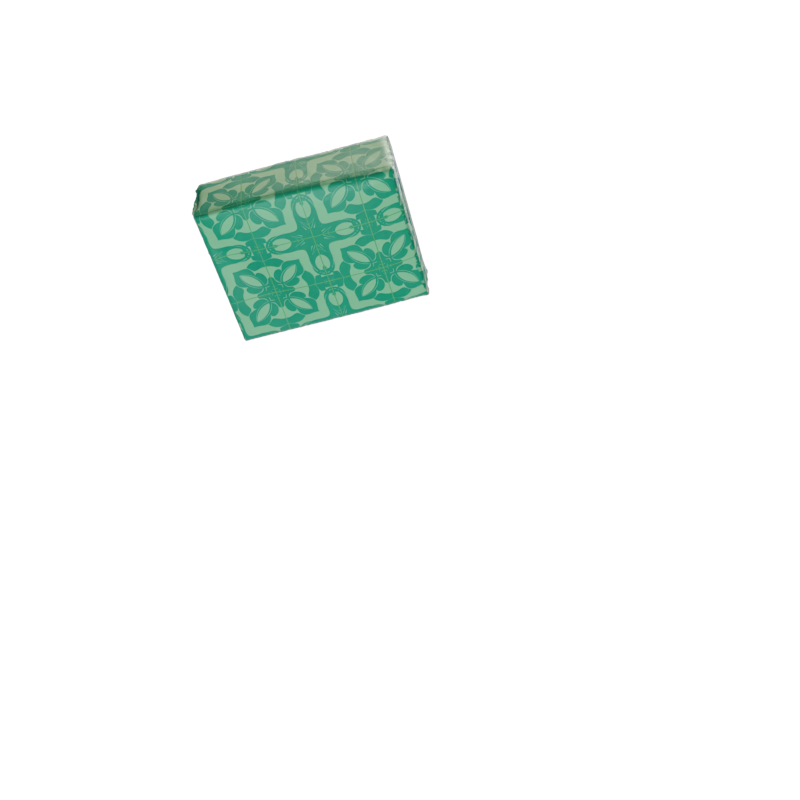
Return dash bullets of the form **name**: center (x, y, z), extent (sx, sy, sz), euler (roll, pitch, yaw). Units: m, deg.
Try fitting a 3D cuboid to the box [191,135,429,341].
- **box**: center (-0.048, -0.088, 0.619), extent (0.114, 0.083, 0.042), euler (-12, 37, 8)
